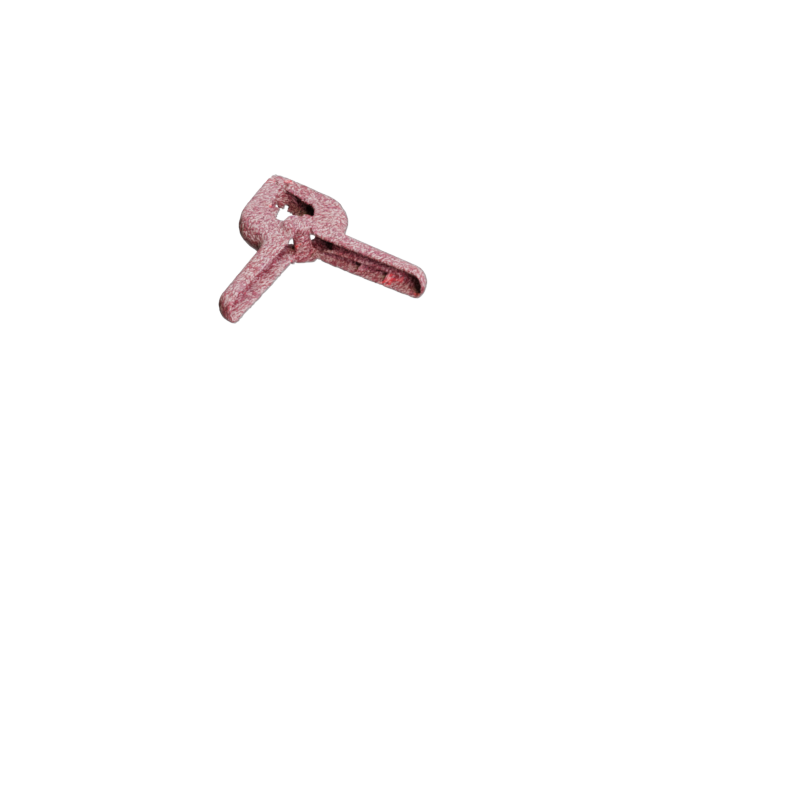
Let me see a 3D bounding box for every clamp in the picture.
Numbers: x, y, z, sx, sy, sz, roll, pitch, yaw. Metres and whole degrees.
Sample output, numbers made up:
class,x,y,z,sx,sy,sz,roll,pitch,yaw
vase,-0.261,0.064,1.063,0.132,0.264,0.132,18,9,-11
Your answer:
class,x,y,z,sx,sy,sz,roll,pitch,yaw
clamp,-0.073,-0.134,0.936,0.163,0.034,0.225,-5,35,-7
